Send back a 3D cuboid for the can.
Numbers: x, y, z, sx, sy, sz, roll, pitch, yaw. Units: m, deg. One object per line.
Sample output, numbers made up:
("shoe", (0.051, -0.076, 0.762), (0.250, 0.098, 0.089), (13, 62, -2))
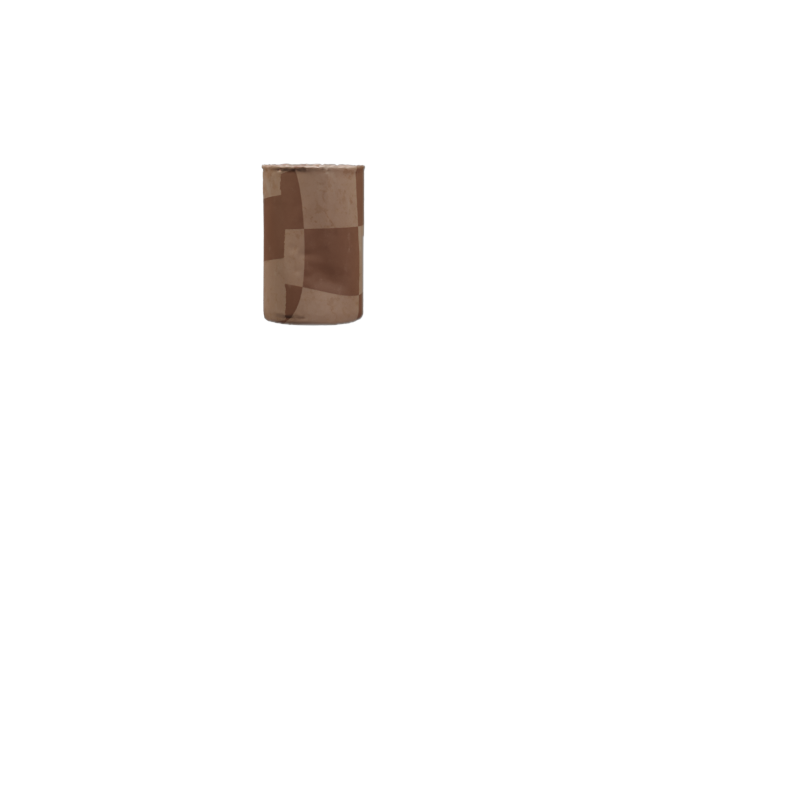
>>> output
("can", (-0.057, -0.104, 0.731), (0.068, 0.101, 0.070), (0, 8, -2))
